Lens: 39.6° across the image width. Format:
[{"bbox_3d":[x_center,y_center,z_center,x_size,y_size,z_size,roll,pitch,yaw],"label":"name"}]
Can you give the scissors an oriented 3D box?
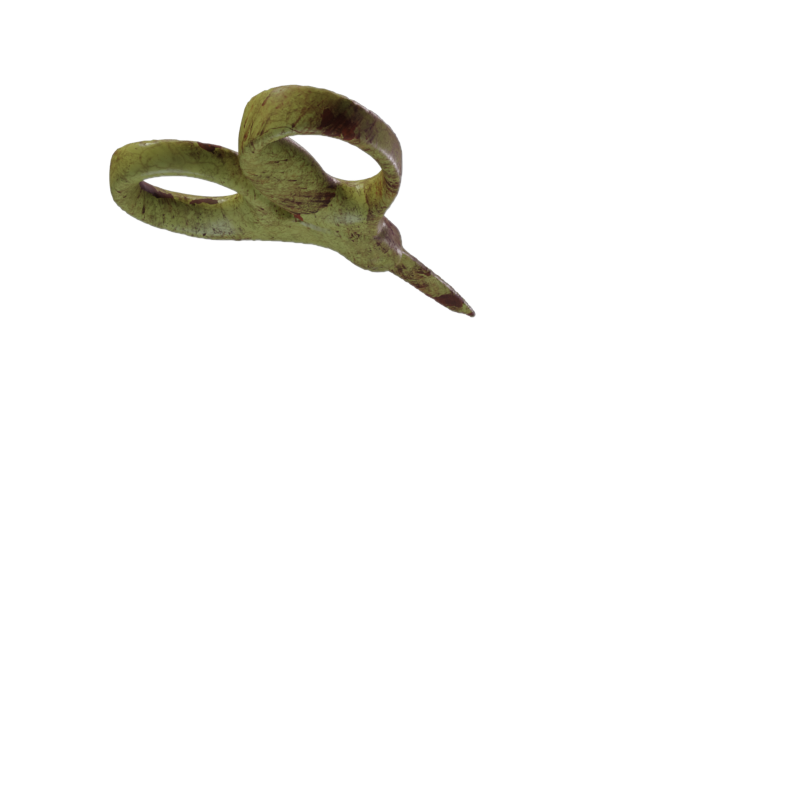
[{"bbox_3d":[-0.030,-0.054,0.380,0.097,0.016,0.192,-2,-13,9],"label":"scissors"}]
